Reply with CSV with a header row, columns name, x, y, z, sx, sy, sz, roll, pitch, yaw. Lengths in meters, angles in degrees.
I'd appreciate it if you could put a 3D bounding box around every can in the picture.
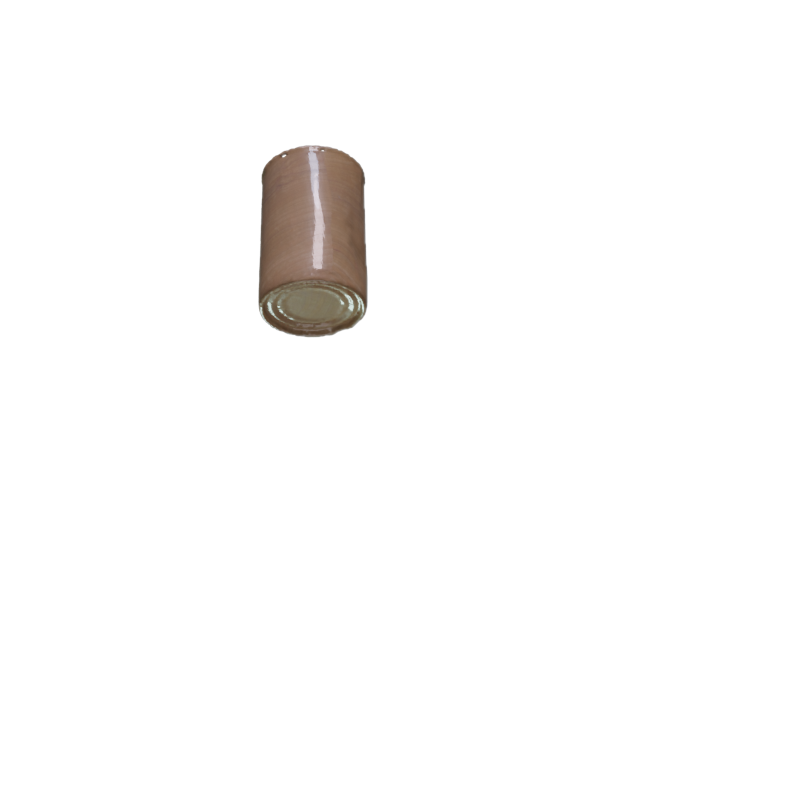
name,x,y,z,sx,sy,sz,roll,pitch,yaw
can,-0.054,-0.099,0.696,0.068,0.109,0.064,-1,-32,-2
